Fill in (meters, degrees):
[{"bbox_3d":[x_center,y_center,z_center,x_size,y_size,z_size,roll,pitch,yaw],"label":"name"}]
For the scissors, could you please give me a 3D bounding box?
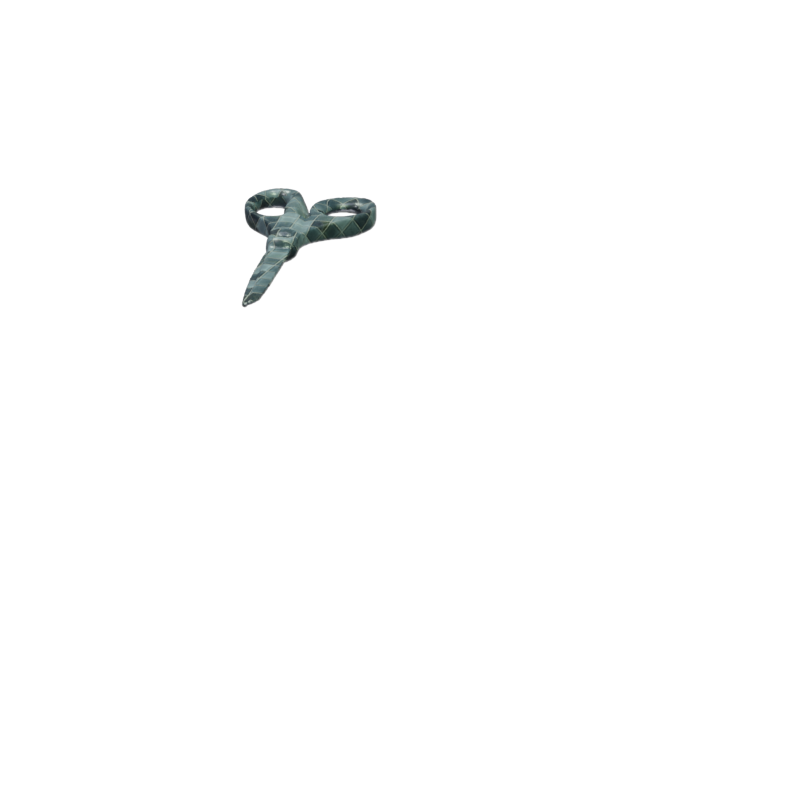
[{"bbox_3d":[-0.053,-0.096,0.675,0.095,0.015,0.214,-4,26,-8],"label":"scissors"}]
